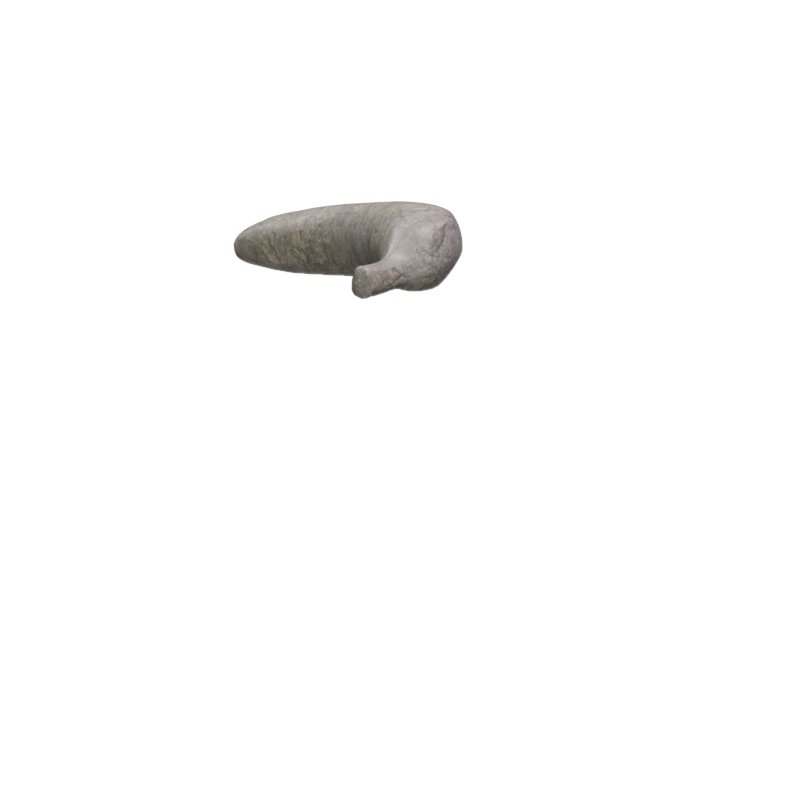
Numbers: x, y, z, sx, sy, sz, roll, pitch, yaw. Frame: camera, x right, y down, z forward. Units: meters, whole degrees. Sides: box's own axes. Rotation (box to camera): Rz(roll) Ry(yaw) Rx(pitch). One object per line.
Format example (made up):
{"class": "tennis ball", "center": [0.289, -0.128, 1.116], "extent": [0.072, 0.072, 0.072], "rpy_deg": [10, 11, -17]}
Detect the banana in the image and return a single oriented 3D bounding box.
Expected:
{"class": "banana", "center": [-0.021, -0.073, 0.509], "extent": [0.068, 0.036, 0.205], "rpy_deg": [-3, 10, -21]}
